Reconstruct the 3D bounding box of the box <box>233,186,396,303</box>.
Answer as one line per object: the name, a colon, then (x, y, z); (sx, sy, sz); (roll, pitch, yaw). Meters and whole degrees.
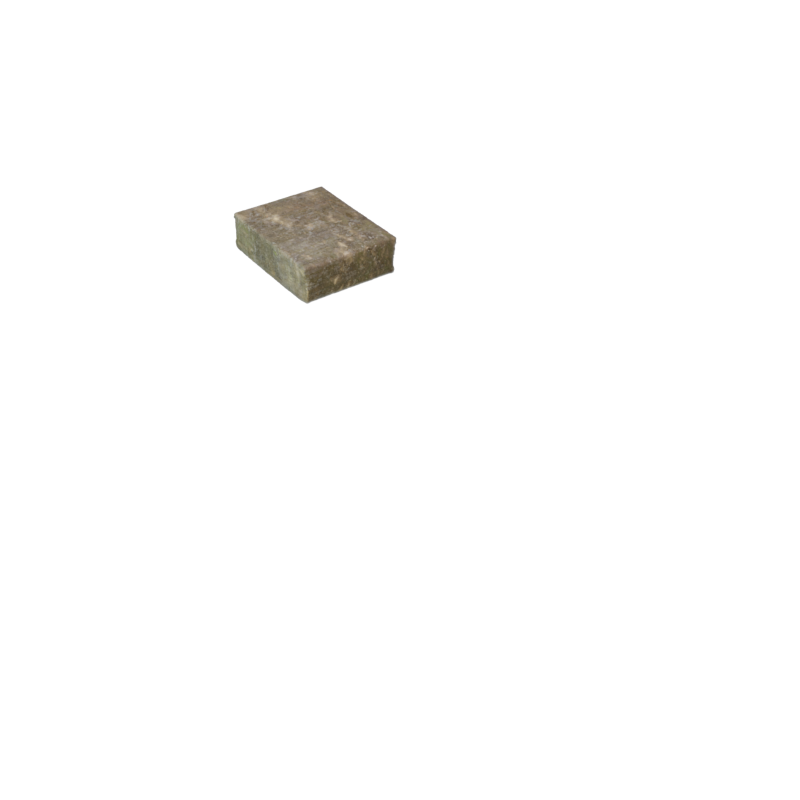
box: (-0.072, -0.131, 0.917); (0.089, 0.036, 0.122); (-23, 43, -27)
